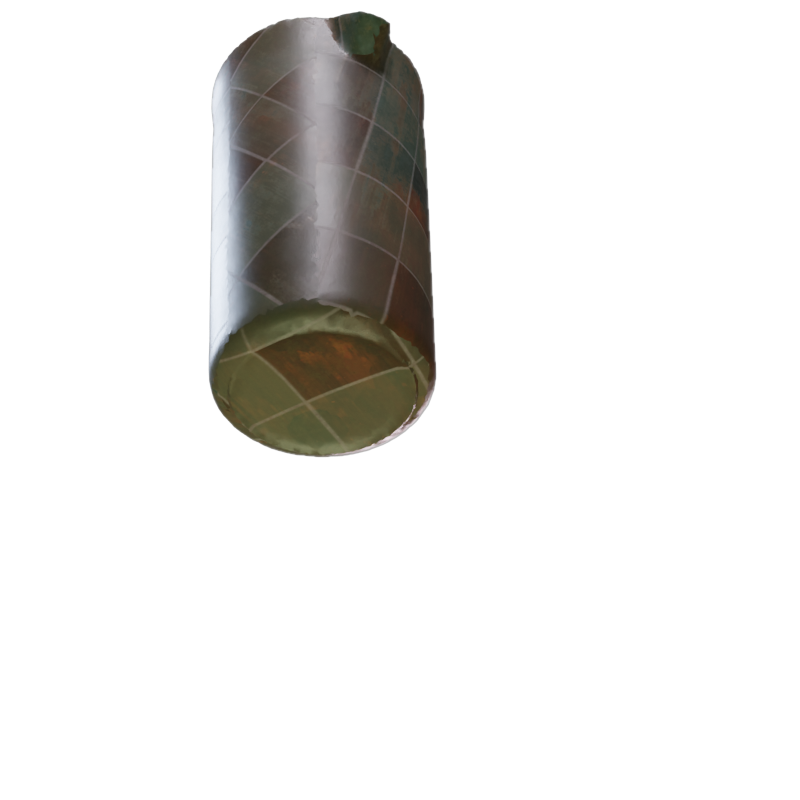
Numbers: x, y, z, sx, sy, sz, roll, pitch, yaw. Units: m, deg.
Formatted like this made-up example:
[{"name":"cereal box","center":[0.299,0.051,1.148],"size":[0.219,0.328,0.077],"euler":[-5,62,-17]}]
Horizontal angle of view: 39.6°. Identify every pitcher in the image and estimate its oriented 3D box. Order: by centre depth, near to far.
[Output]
[{"name":"pitcher","center":[-0.048,-0.088,0.613],"size":[0.146,0.261,0.138],"euler":[-15,-46,12]}]
